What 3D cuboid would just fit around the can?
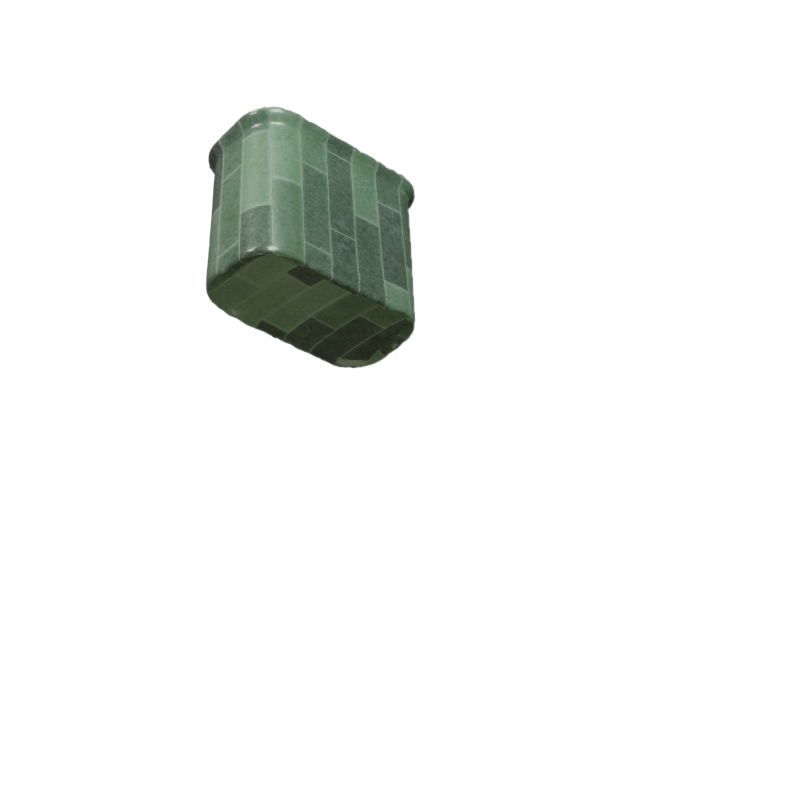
[{"bbox_3d":[-0.040,-0.073,0.512,0.096,0.090,0.057,25,-45,-32],"label":"can"}]
